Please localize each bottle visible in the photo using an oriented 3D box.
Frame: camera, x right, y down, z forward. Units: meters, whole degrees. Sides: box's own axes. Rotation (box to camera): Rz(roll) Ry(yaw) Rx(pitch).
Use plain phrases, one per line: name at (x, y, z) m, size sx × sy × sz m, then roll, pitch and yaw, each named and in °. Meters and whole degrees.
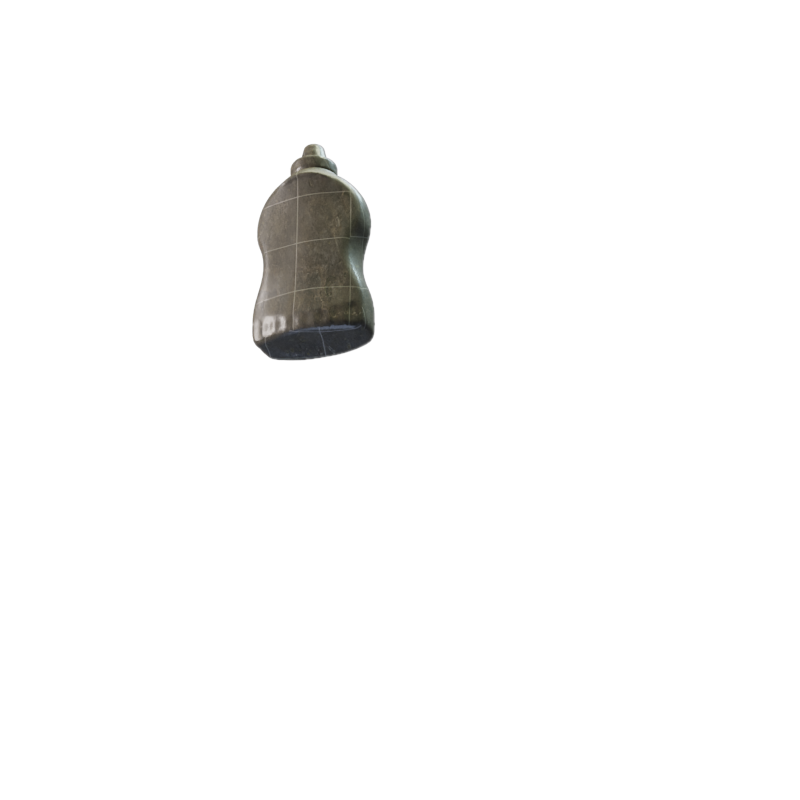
bottle at (-0.072, -0.131, 0.922) m, size 0.097 × 0.204 × 0.054 m, roll -12°, pitch -30°, yaw 18°
